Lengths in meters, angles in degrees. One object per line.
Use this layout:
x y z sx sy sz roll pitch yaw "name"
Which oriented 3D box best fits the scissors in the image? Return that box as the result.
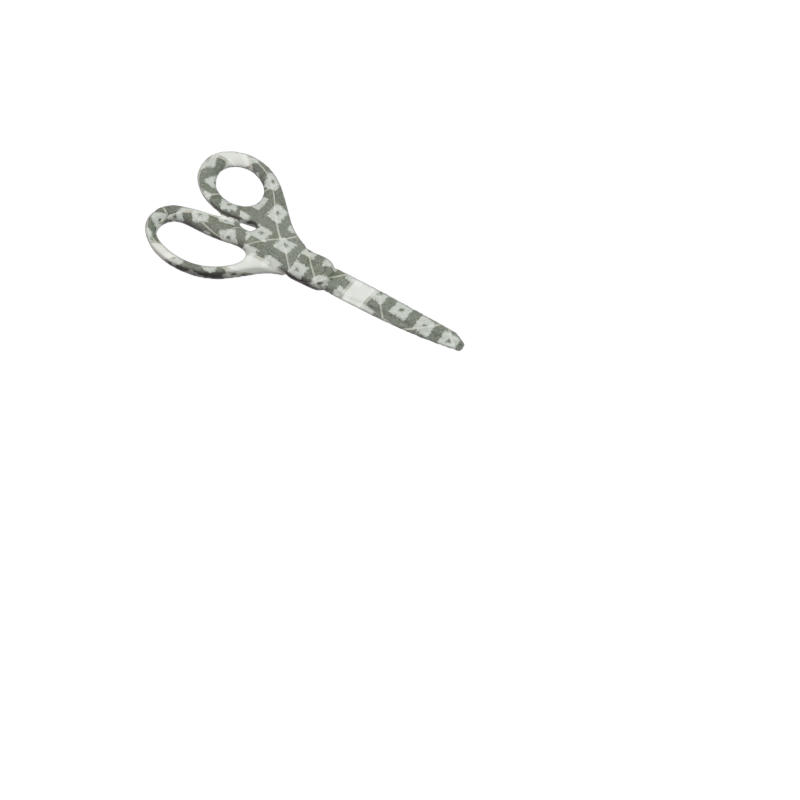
-0.052 -0.096 0.670 0.204 0.101 0.015 13 -26 6 "scissors"
